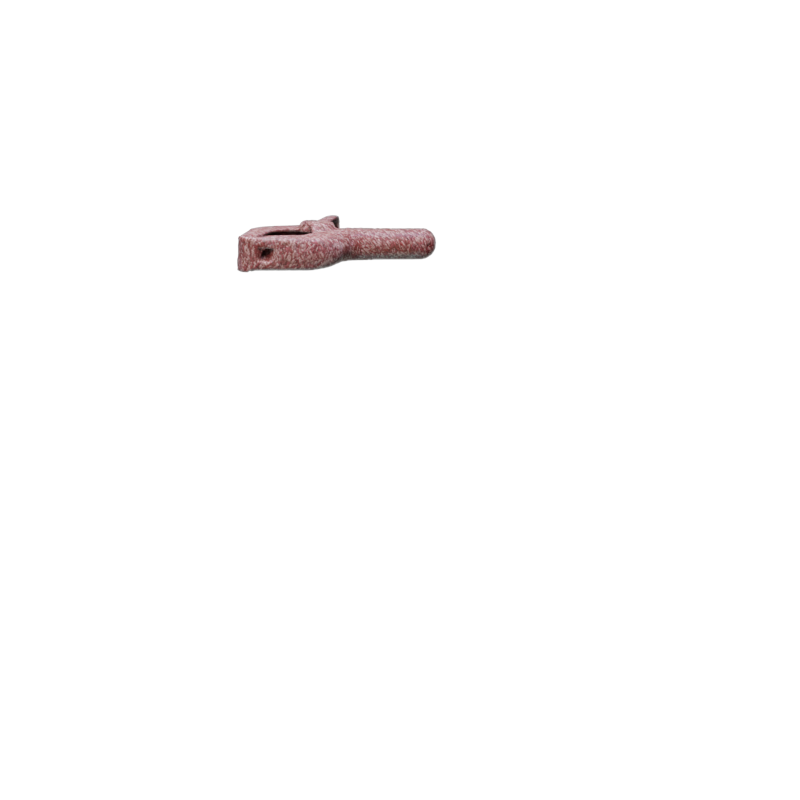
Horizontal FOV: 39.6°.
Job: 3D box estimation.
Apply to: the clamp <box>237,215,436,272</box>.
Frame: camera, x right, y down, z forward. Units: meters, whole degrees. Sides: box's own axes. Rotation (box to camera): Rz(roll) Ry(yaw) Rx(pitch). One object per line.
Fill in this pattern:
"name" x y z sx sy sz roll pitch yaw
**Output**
"clamp" -0.070 -0.127 0.893 0.166 0.039 0.126 -8 13 -39
